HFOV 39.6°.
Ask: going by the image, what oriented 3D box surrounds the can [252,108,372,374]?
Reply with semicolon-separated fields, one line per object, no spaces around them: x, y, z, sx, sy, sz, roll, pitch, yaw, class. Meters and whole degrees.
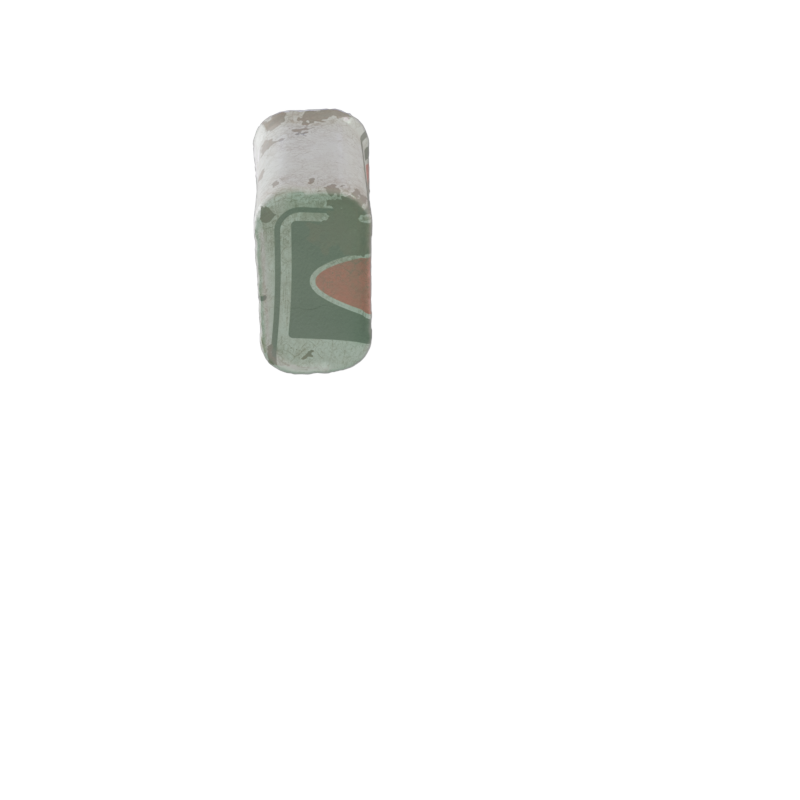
-0.041;-0.075;0.526;0.057;0.096;0.089;-2;33;-2;can
